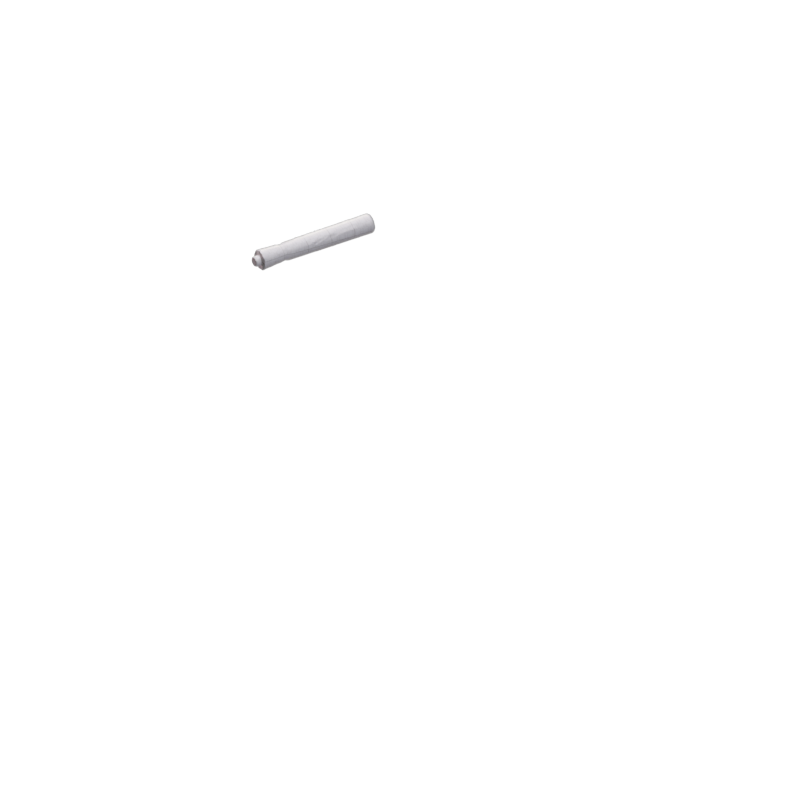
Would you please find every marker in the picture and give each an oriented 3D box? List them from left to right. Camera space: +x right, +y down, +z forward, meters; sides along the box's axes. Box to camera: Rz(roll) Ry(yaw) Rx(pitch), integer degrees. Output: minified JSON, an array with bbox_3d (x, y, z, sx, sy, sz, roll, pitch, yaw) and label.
[{"bbox_3d":[-0.077,-0.140,0.982,0.120,0.019,0.020,-23,15,-27],"label":"marker"}]
